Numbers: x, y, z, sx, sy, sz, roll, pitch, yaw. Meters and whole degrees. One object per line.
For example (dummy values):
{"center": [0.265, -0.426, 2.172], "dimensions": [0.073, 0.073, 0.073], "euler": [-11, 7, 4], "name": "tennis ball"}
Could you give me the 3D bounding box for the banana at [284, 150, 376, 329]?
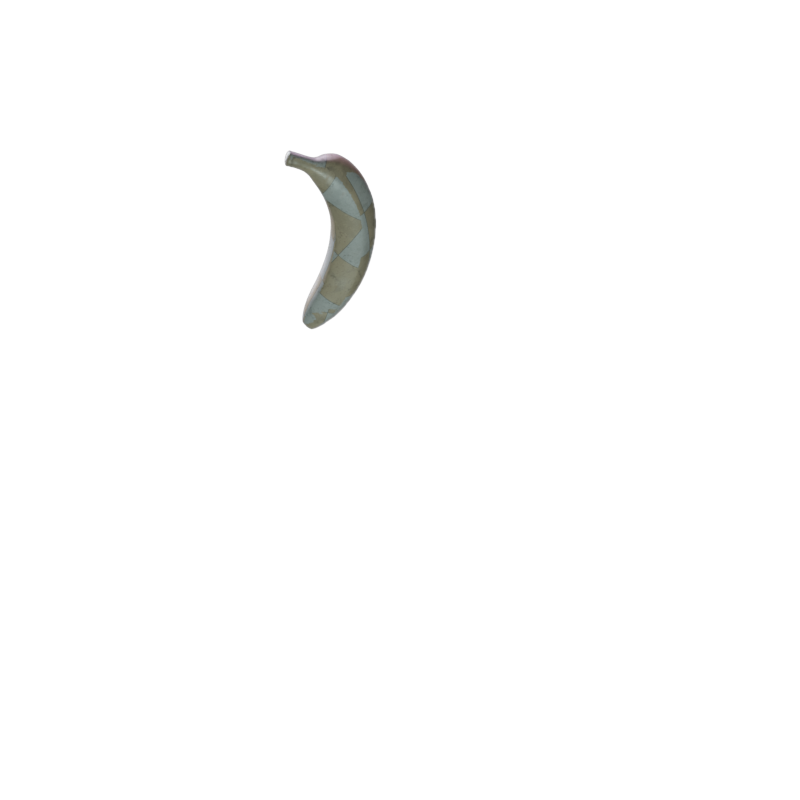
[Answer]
{"center": [-0.055, -0.136, 0.928], "dimensions": [0.070, 0.184, 0.039], "euler": [-2, 45, 1], "name": "banana"}
